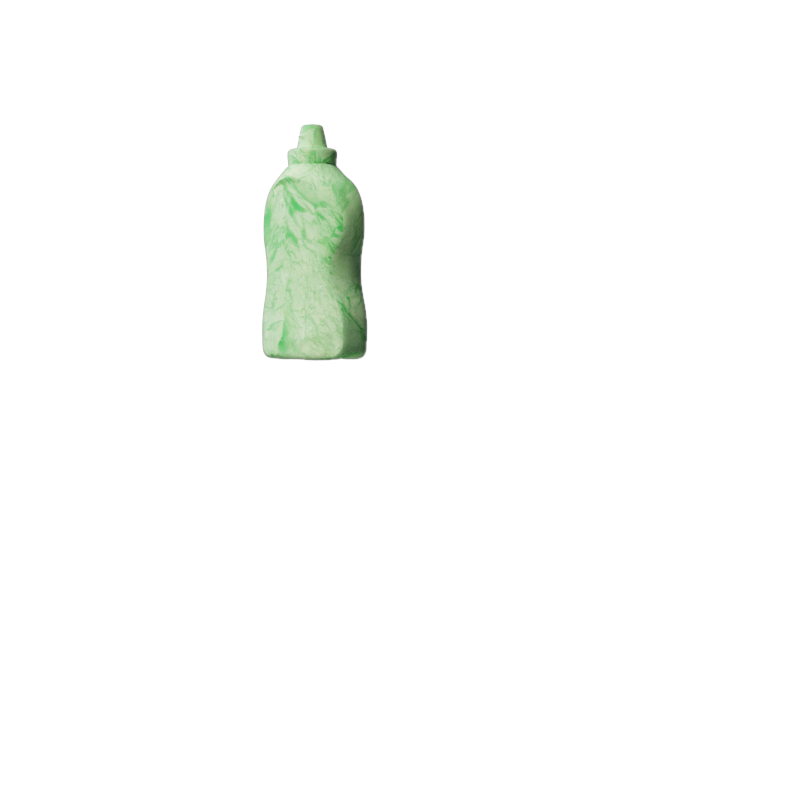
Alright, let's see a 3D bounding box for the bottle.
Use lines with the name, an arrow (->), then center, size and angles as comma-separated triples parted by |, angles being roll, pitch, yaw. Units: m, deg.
bottle -> -0.072, -0.130, 0.909 | 0.056, 0.193, 0.099 | 3, -4, -44
